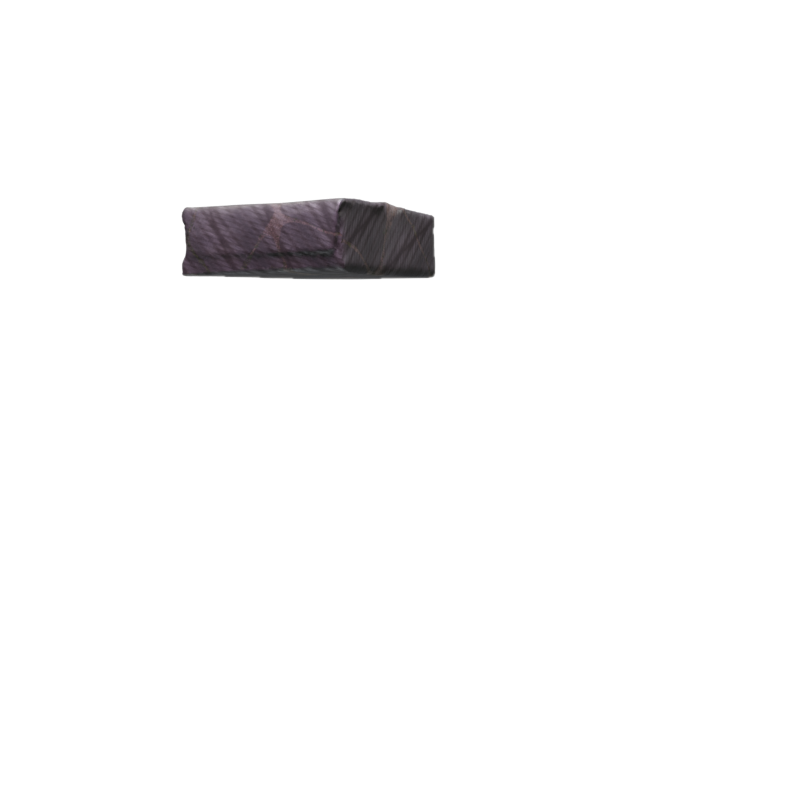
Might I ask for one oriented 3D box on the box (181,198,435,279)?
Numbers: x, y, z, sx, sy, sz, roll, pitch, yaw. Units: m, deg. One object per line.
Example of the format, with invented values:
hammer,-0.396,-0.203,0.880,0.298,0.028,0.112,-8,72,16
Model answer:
box,-0.036,-0.065,0.459,0.075,0.030,0.086,2,4,27
